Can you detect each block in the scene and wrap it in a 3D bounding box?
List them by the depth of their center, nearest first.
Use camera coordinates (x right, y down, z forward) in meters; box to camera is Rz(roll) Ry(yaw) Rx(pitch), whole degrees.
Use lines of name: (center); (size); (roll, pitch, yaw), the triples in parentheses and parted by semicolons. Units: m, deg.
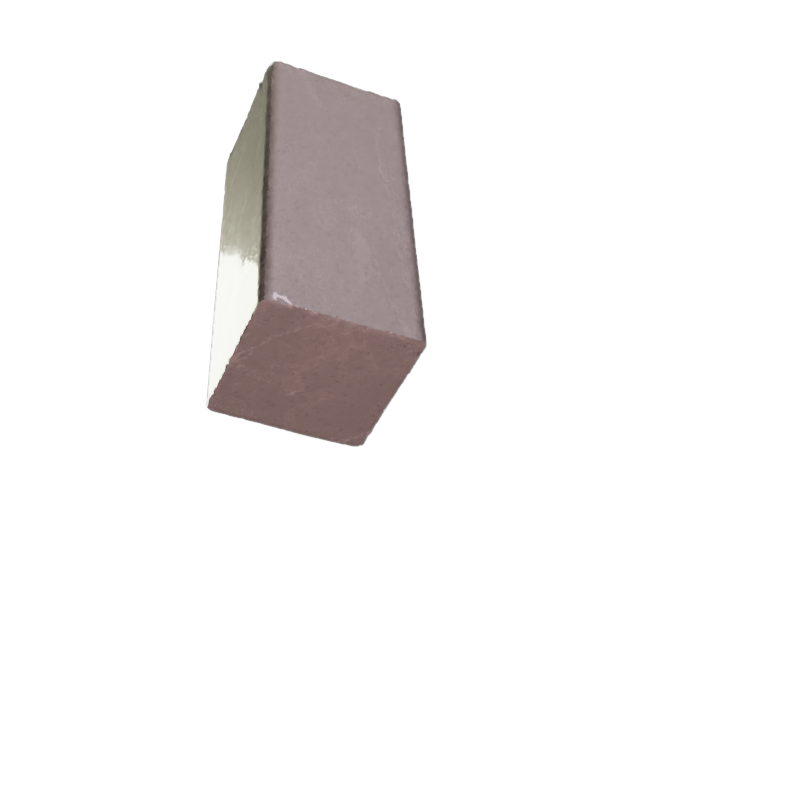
block: (-0.050, -0.090, 0.633); (0.087, 0.221, 0.087); (15, -47, -18)
